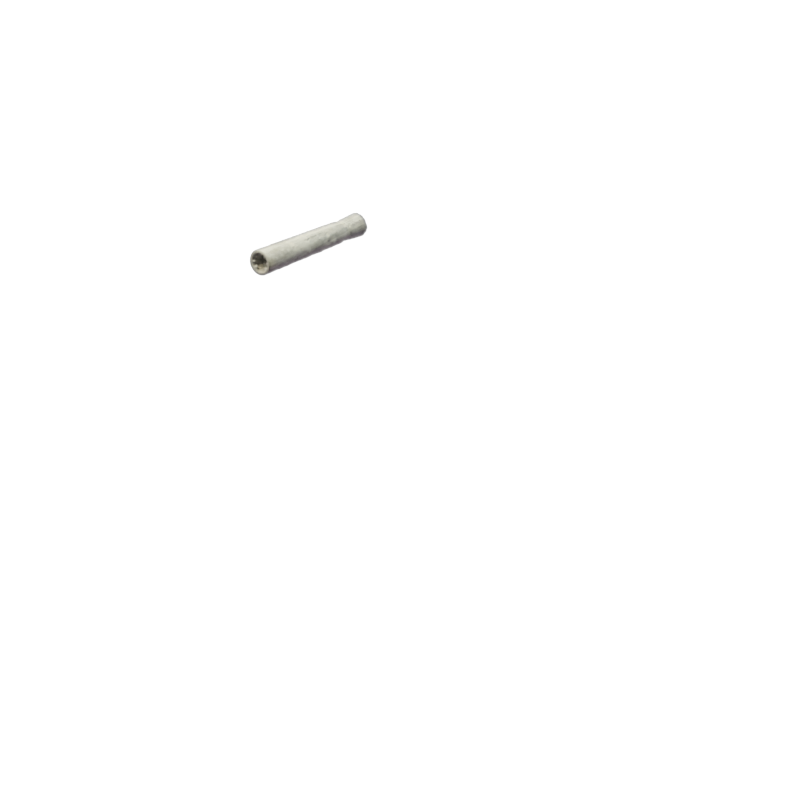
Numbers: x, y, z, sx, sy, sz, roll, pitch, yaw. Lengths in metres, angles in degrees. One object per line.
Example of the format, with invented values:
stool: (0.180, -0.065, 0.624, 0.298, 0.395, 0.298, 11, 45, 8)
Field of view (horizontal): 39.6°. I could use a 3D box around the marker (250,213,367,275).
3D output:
marker: (-0.064, -0.117, 0.821, 0.021, 0.019, 0.120, 3, 22, 37)
